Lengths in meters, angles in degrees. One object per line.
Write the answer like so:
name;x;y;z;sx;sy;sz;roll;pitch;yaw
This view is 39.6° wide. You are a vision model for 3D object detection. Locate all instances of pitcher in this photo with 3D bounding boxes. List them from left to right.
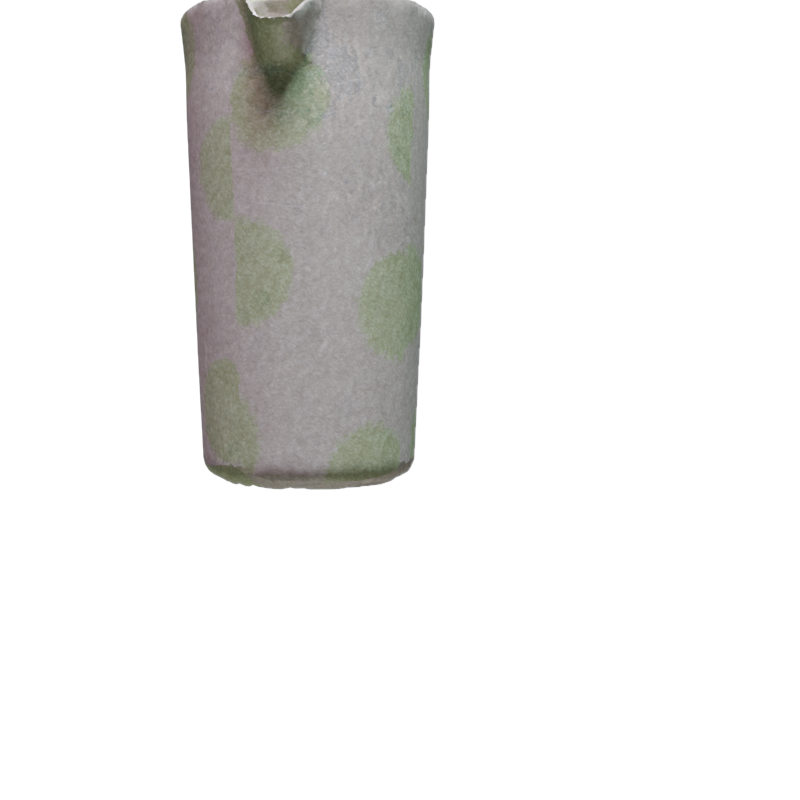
pitcher;-0.046;-0.084;0.586;0.143;0.245;0.150;2;-3;-38
